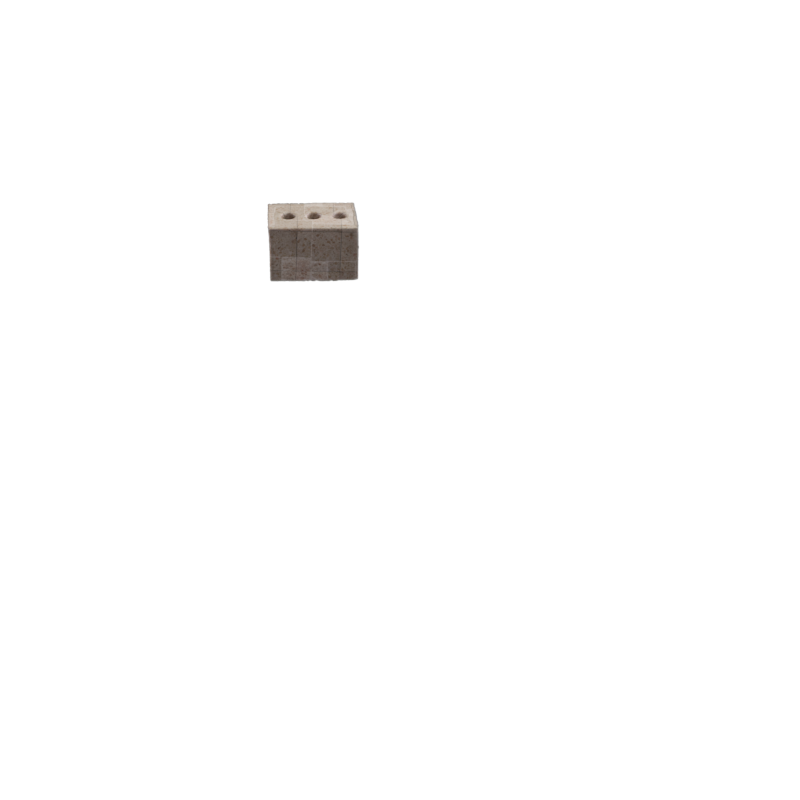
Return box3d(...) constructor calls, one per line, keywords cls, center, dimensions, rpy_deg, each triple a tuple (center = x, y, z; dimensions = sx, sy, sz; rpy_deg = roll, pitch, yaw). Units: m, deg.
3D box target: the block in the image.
box3d(cls="block", center=(-0.074, -0.136, 0.951), dimensions=(0.078, 0.048, 0.056), rpy_deg=(-1, 29, -4))
